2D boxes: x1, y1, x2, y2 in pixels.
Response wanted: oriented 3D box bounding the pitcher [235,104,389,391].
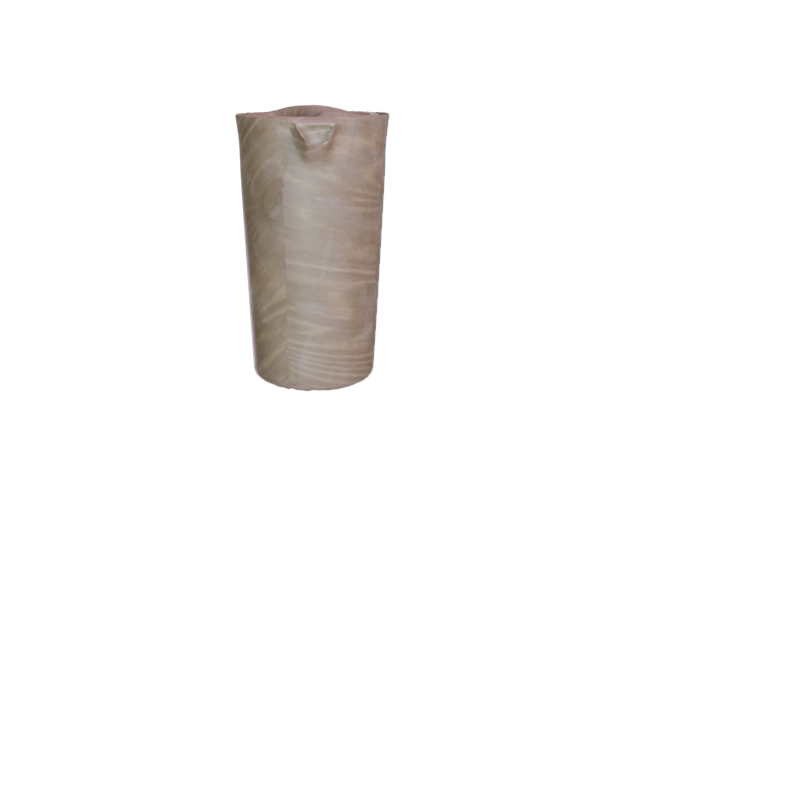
[{"bbox_3d":[-0.078,-0.141,0.990,0.152,0.237,0.146,10,15,38],"label":"pitcher"}]
